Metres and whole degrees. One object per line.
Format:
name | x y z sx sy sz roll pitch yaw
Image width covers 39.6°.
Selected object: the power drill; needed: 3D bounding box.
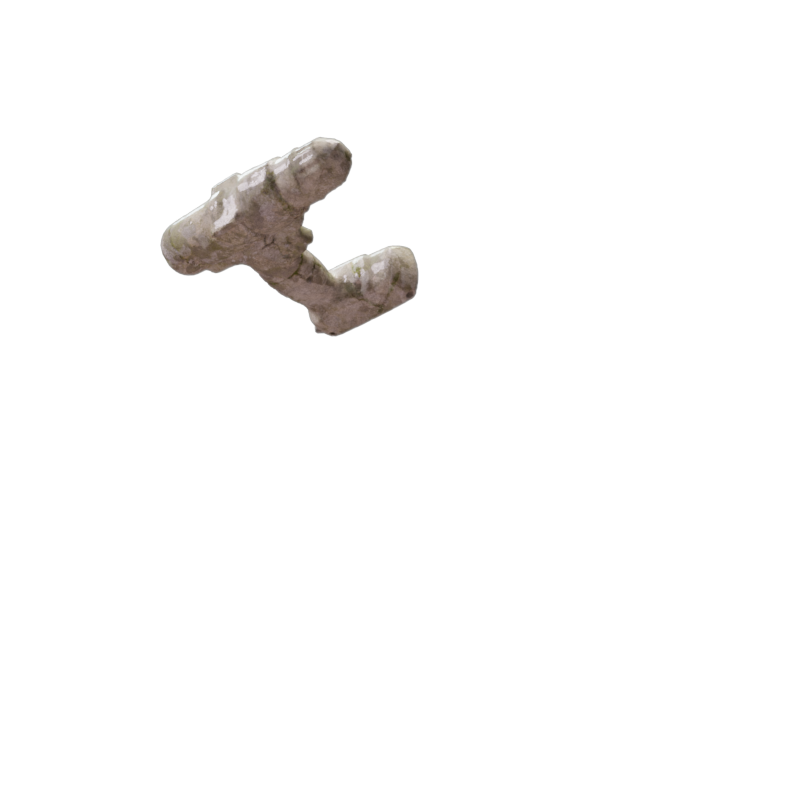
power drill | -0.070 -0.127 0.893 0.185 0.061 0.175 -23 -37 34
